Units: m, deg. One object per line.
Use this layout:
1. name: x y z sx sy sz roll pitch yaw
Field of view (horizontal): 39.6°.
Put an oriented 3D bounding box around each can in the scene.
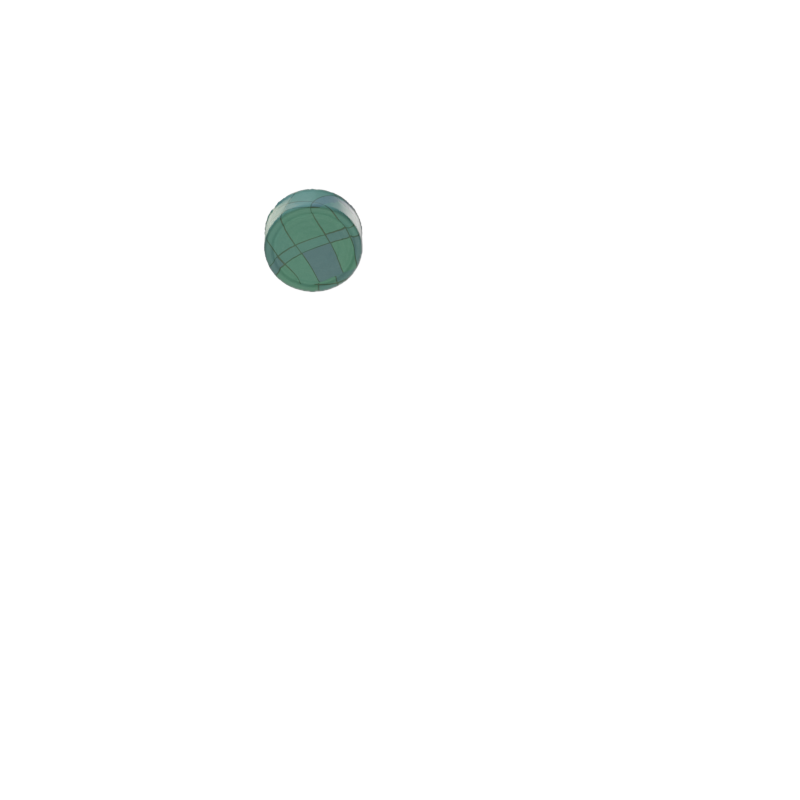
1. can: -0.075 -0.137 0.958 0.086 0.081 0.036 1 30 -1
